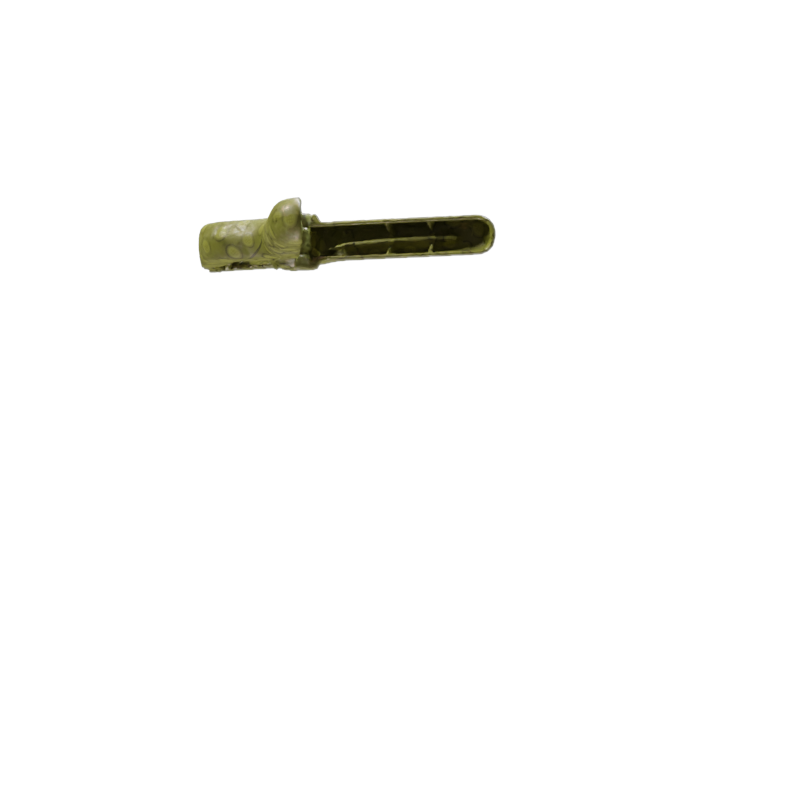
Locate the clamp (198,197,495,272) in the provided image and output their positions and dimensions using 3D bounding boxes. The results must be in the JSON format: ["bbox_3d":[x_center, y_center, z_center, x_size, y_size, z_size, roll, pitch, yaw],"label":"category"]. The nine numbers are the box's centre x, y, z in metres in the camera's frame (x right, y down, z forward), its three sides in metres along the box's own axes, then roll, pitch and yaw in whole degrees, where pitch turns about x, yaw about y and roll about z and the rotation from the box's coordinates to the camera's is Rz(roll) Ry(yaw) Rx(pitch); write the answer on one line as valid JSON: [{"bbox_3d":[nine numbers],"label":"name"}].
[{"bbox_3d":[-0.056,-0.102,0.713,0.158,0.037,0.217,-1,2,-35],"label":"clamp"}]
